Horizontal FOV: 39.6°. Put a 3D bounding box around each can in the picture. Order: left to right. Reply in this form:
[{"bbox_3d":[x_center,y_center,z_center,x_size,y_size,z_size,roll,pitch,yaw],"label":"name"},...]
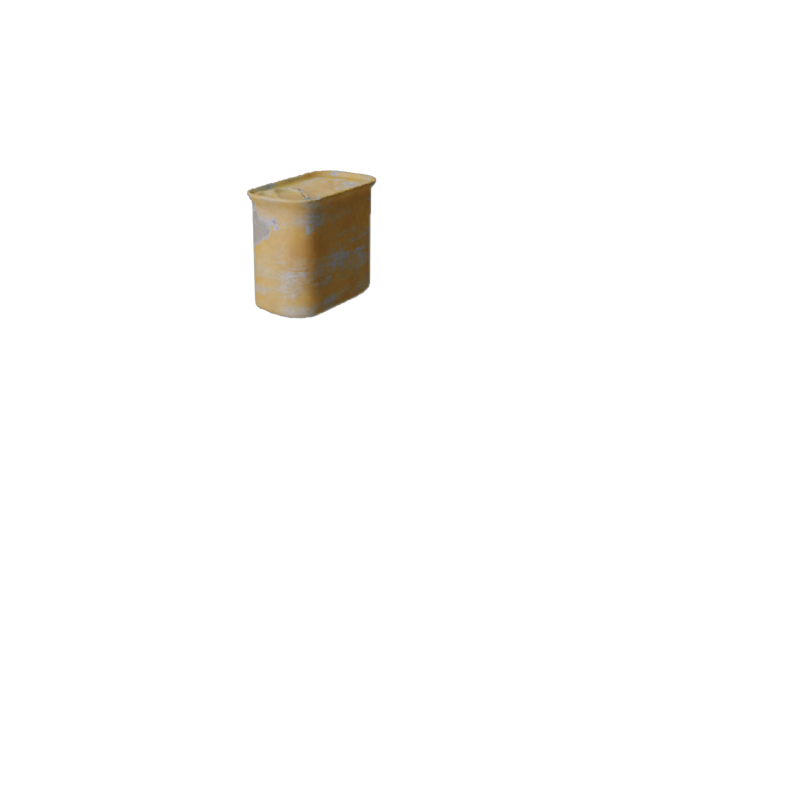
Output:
[{"bbox_3d":[-0.061,-0.112,0.785,0.060,0.081,0.101,11,22,29],"label":"can"}]
